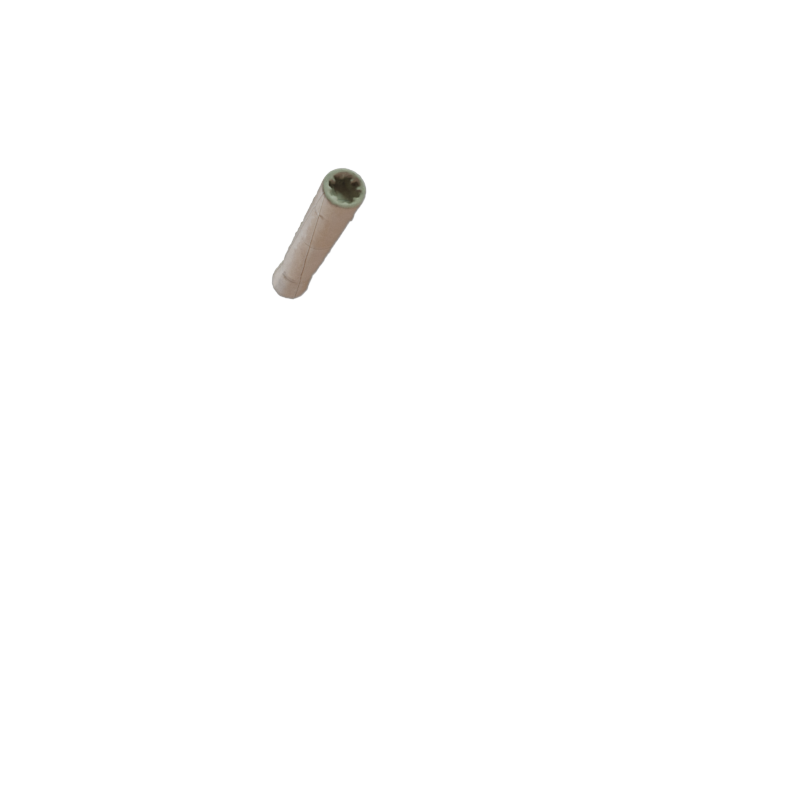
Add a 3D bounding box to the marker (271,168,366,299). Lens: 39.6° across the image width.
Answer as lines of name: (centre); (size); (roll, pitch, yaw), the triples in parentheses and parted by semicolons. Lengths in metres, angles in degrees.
marker: (-0.040, -0.072, 0.505); (0.019, 0.021, 0.118); (0, -14, -17)
